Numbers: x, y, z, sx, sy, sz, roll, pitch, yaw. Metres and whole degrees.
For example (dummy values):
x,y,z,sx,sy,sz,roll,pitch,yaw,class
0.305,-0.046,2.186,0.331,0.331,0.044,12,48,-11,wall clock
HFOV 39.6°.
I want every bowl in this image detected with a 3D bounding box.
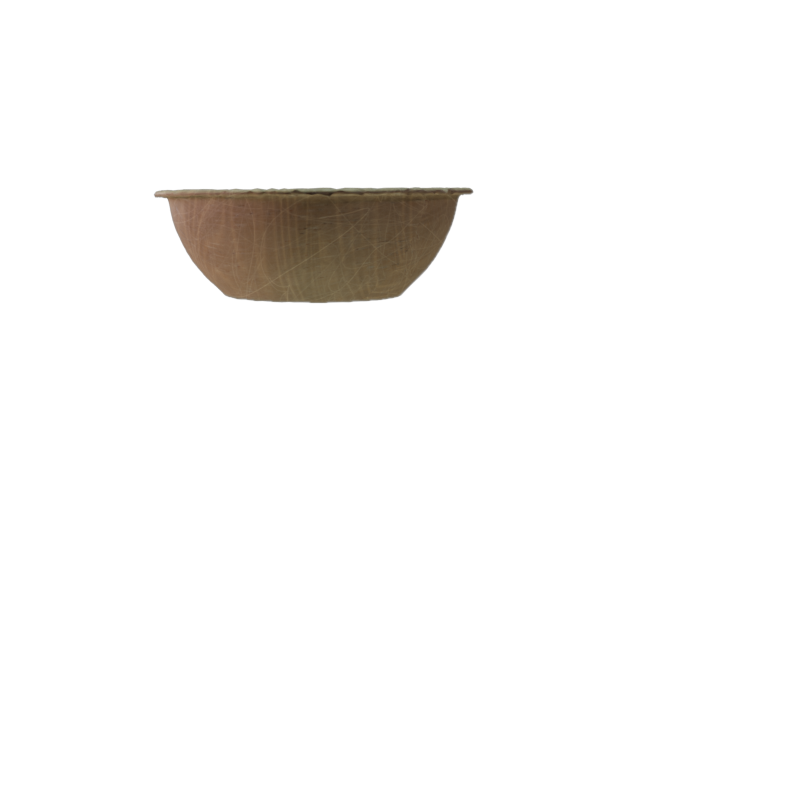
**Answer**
x,y,z,sx,sy,sz,roll,pitch,yaw,class
-0.044,-0.081,0.567,0.162,0.054,0.165,0,9,-2,bowl
